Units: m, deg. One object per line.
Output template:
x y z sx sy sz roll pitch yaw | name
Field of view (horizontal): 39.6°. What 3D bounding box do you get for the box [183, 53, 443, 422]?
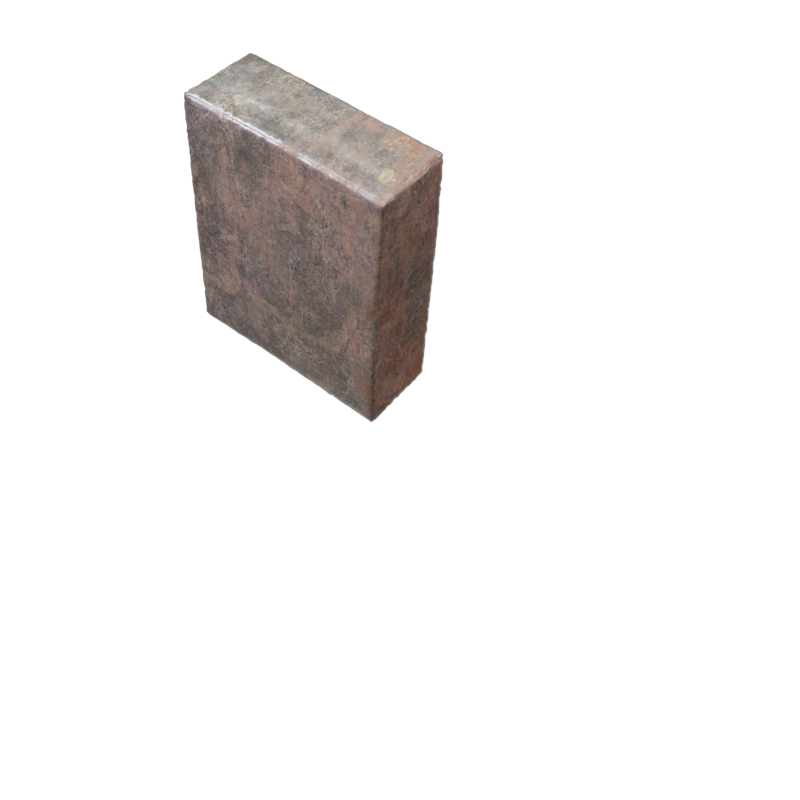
-0.059 -0.108 0.756 0.173 0.199 0.073 34 55 24 | box
